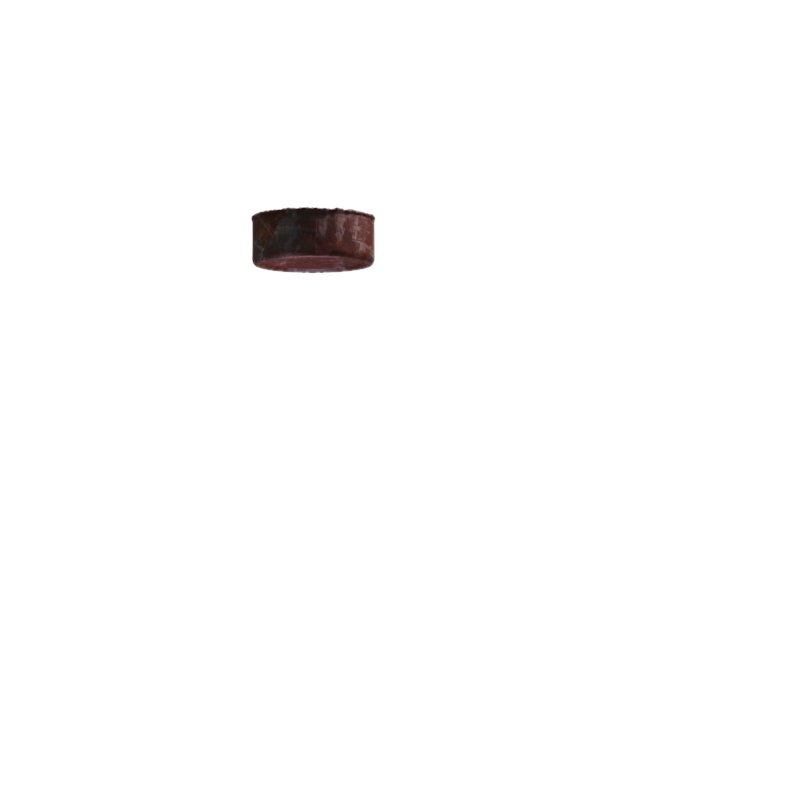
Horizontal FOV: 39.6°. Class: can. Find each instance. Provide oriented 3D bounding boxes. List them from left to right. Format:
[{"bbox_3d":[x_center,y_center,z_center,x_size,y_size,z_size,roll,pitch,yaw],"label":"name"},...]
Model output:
[{"bbox_3d":[-0.060,-0.109,0.764,0.086,0.034,0.085,0,-2,-2],"label":"can"}]
